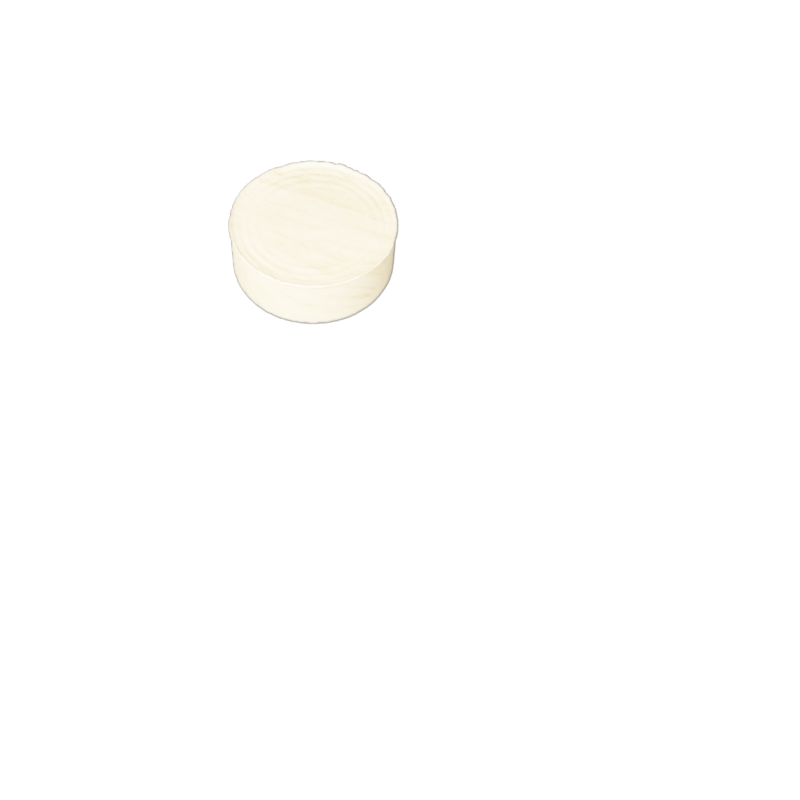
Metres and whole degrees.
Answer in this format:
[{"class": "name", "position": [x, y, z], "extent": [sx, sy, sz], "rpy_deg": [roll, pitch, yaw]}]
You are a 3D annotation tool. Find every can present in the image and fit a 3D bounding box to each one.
[{"class": "can", "position": [-0.045, -0.081, 0.570], "extent": [0.086, 0.092, 0.031], "rpy_deg": [-1, -38, -1]}]
